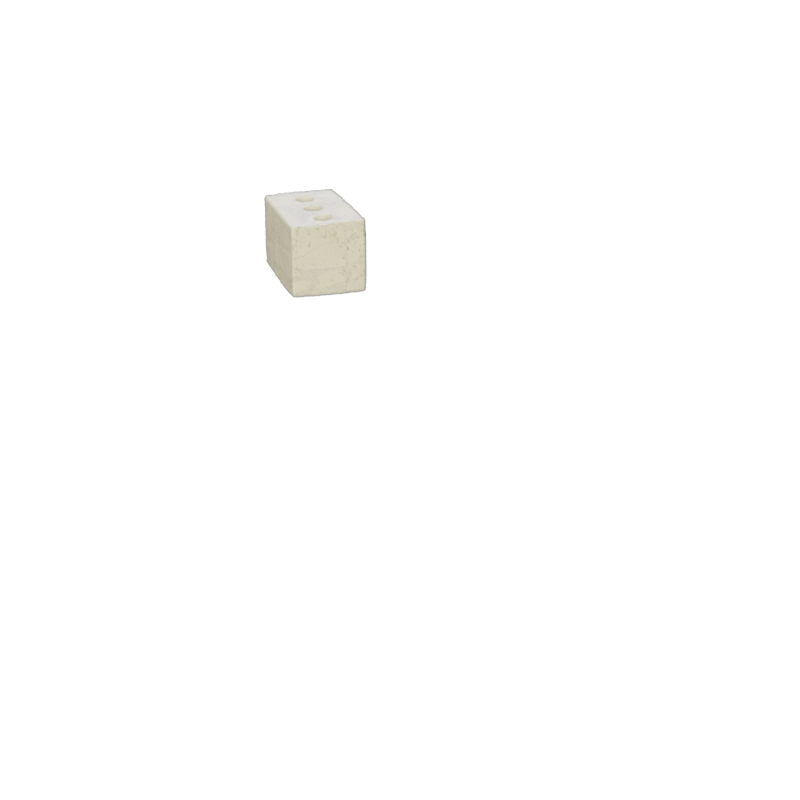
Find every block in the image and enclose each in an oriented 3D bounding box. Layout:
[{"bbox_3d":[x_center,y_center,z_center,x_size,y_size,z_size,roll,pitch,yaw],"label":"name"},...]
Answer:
[{"bbox_3d":[-0.060,-0.110,0.767,0.052,0.049,0.083,-7,26,-18],"label":"block"}]
